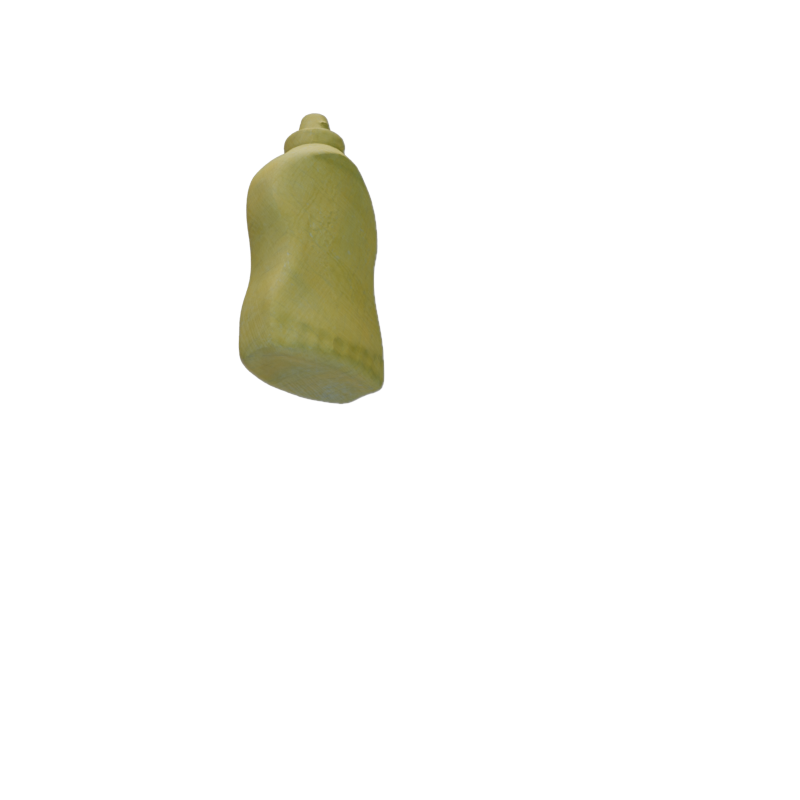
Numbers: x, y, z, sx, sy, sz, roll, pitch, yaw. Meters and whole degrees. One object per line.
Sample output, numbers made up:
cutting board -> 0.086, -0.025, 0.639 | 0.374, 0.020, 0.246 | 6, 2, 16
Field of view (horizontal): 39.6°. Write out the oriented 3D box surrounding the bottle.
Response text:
bottle -> -0.055, -0.100, 0.702 | 0.090, 0.204, 0.058 | 23, -38, -38
